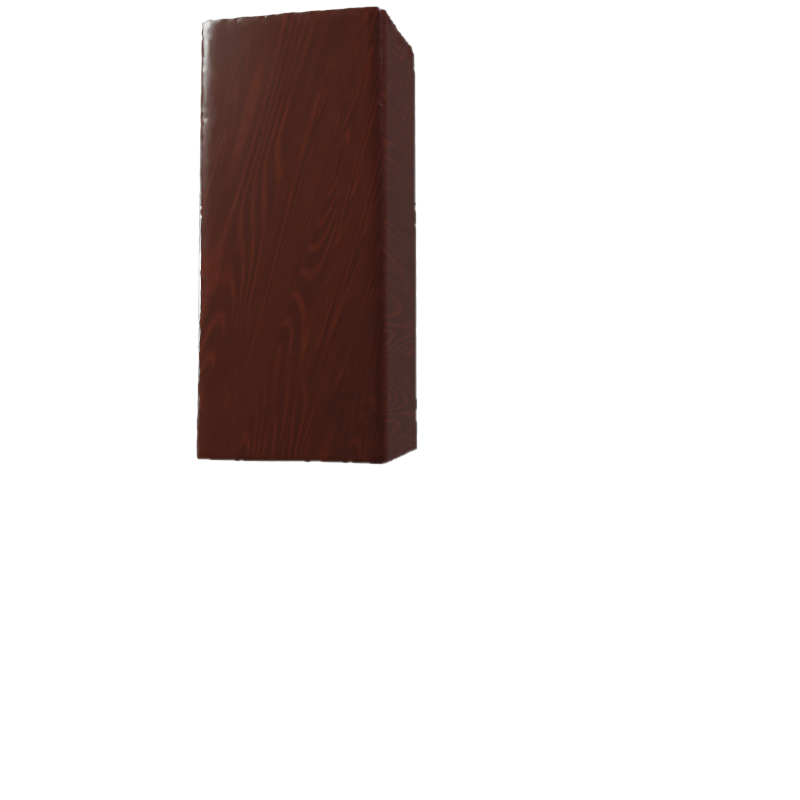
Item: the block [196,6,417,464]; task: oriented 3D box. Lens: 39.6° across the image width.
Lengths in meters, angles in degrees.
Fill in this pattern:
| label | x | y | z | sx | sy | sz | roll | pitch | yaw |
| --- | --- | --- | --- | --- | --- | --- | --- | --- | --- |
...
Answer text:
| label | x | y | z | sx | sy | sz | roll | pitch | yaw |
| --- | --- | --- | --- | --- | --- | --- | --- | --- | --- |
| block | -0.042 | -0.078 | 0.545 | 0.092 | 0.209 | 0.088 | -1 | -5 | 13 |
